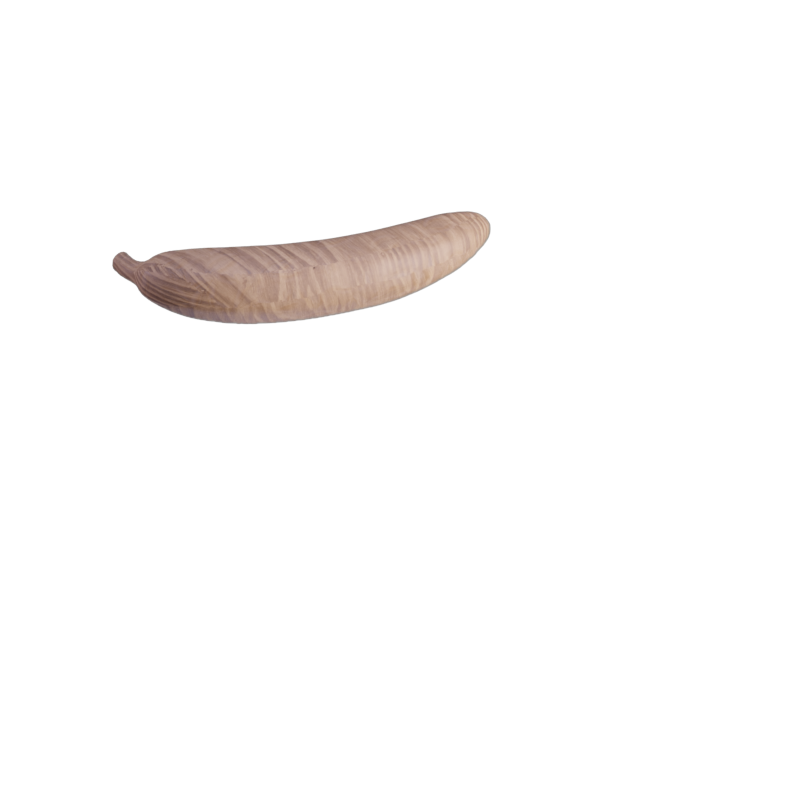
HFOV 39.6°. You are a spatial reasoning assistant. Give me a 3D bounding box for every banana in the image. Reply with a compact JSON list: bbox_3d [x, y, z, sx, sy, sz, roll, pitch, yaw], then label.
[{"bbox_3d":[-0.044,-0.068,0.551,0.196,0.034,0.075,-5,39,-7],"label":"banana"}]
